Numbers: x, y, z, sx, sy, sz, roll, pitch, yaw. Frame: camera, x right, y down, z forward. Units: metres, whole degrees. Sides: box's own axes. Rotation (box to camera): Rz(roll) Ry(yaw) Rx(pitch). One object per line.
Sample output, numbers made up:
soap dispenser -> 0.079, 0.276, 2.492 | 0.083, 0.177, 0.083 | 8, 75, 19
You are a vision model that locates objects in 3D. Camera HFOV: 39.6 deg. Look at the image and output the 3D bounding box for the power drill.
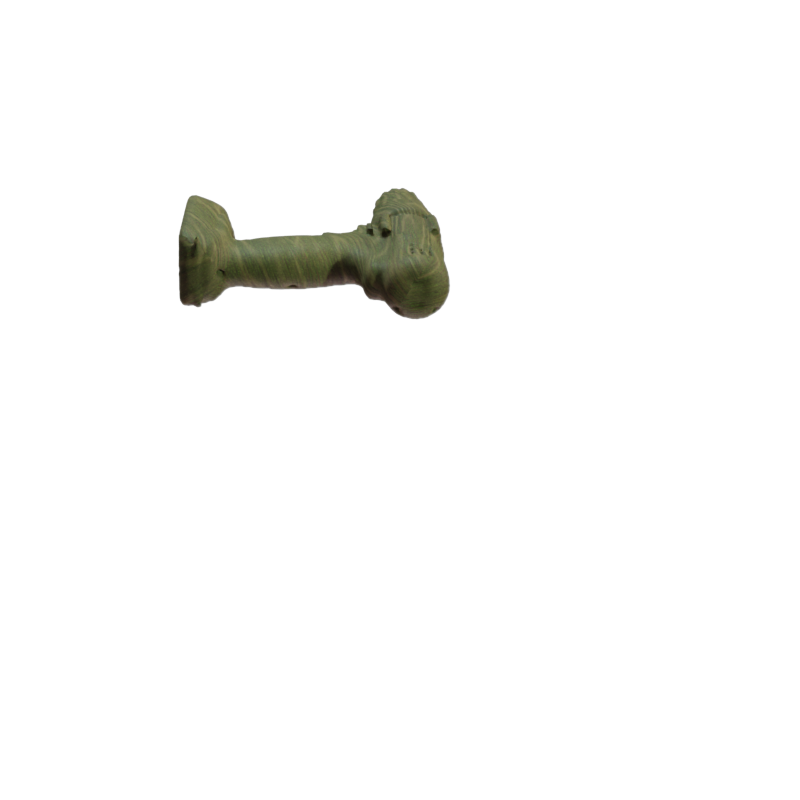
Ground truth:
power drill -> -0.063, -0.114, 0.802 | 0.187, 0.055, 0.194 | -1, 25, -3
